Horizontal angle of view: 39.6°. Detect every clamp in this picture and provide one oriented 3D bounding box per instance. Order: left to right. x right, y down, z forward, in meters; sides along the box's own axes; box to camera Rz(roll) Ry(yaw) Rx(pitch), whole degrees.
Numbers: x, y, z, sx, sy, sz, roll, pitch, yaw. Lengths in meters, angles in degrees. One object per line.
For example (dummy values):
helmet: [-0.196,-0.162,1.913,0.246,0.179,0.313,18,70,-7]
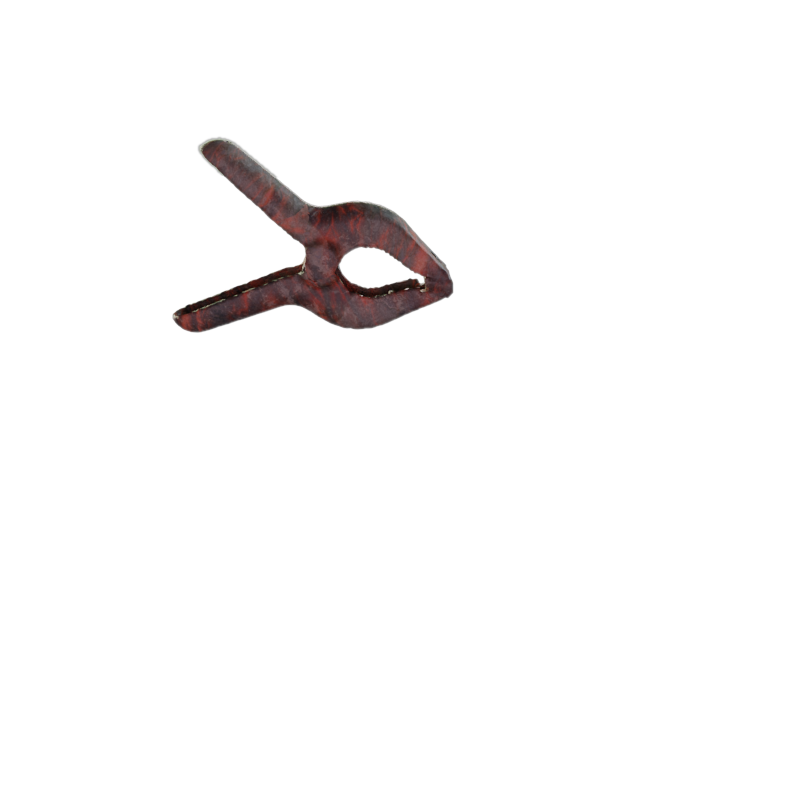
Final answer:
clamp: [-0.053,-0.096,0.671,0.171,0.115,0.041,2,22,-1]
